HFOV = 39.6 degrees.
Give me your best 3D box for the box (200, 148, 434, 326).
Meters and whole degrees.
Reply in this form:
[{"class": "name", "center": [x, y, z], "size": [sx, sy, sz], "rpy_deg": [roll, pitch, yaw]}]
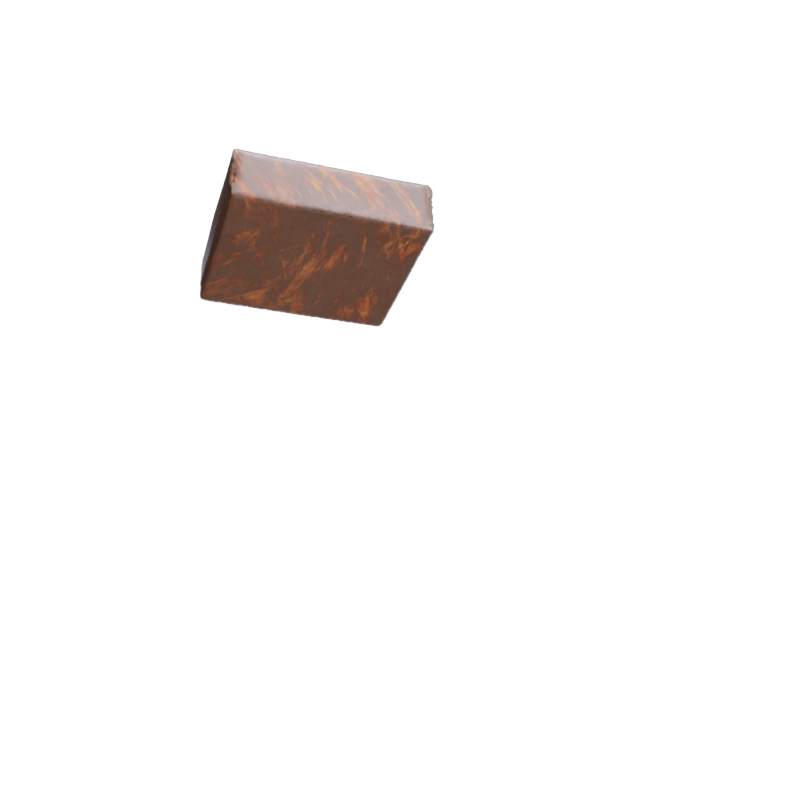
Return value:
[{"class": "box", "center": [-0.038, -0.070, 0.488], "size": [0.087, 0.032, 0.070], "rpy_deg": [9, -36, -13]}]
